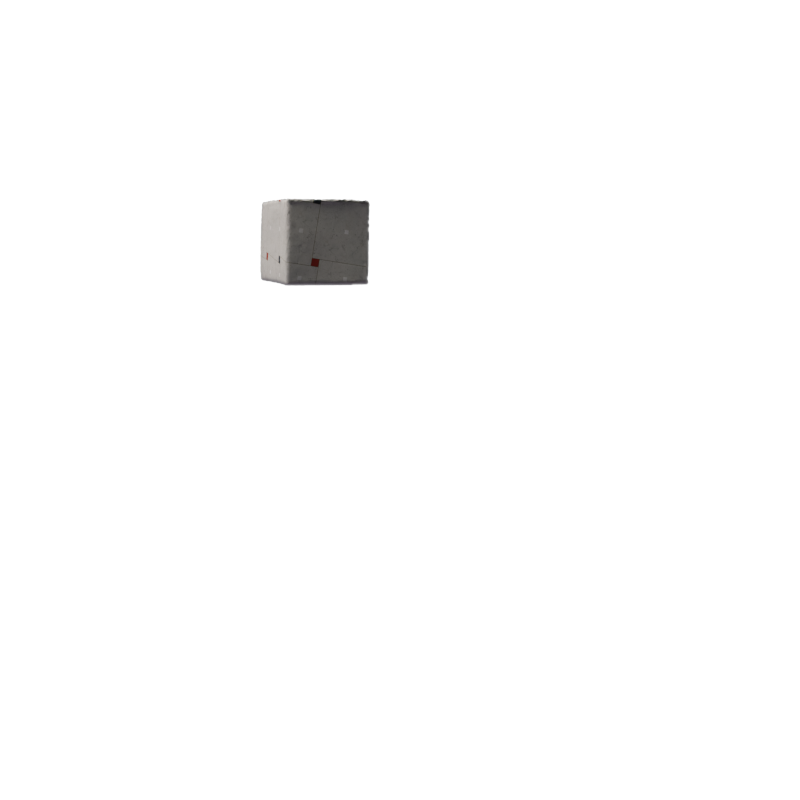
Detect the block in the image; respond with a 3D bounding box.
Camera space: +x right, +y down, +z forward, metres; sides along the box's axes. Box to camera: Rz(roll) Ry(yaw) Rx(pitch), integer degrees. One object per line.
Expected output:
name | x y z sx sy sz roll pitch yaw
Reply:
block | -0.054 -0.099 0.691 0.052 0.051 0.080 -1 6 -17
